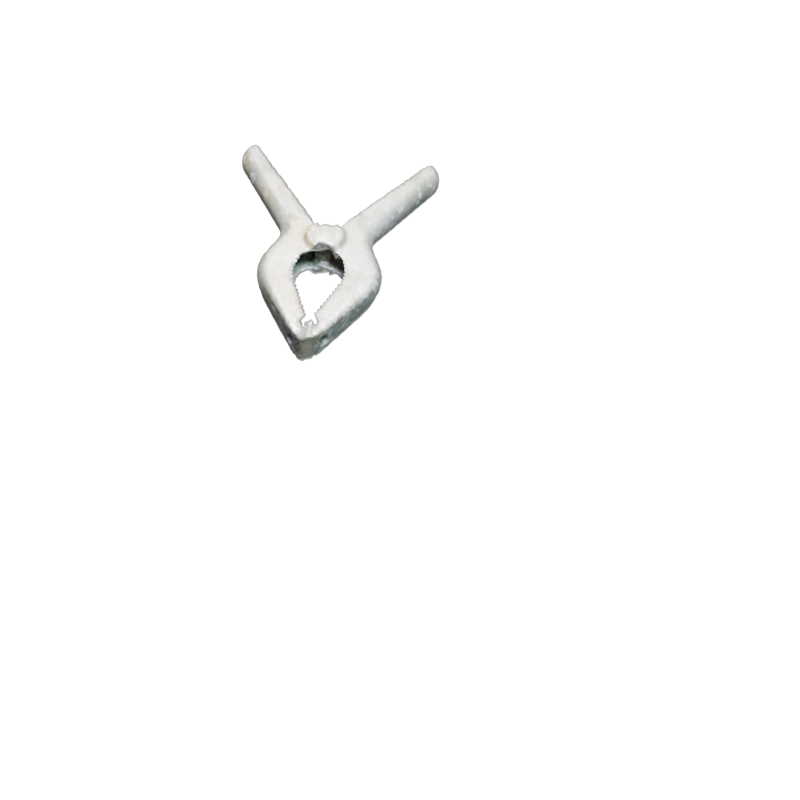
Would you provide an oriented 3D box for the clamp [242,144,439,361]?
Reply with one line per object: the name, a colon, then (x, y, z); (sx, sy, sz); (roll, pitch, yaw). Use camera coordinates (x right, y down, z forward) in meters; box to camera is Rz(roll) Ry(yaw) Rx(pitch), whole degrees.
clamp: (-0.068, -0.124, 0.871); (0.167, 0.222, 0.034); (11, -39, 8)
